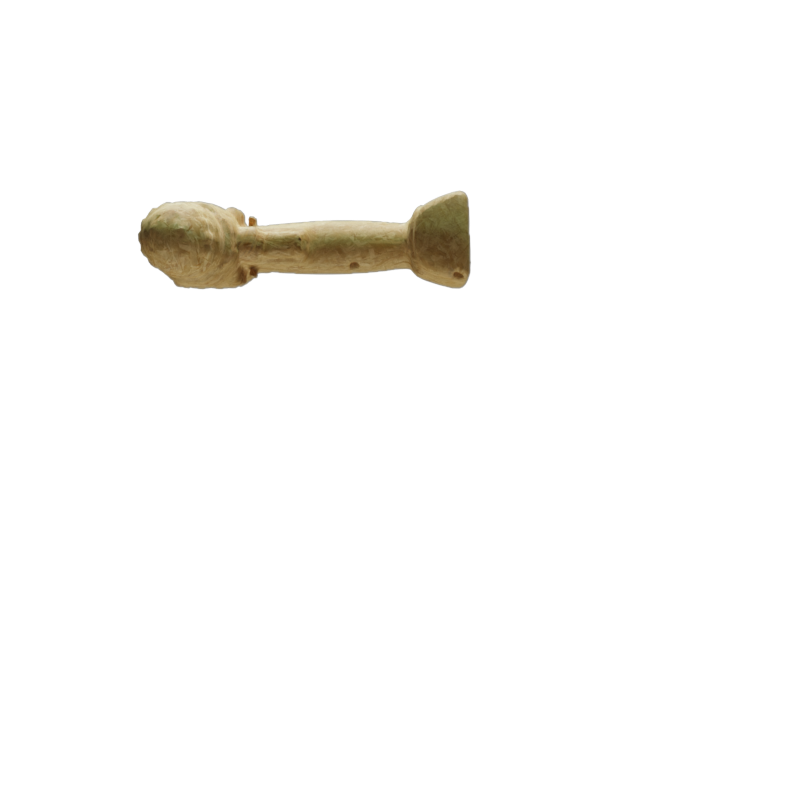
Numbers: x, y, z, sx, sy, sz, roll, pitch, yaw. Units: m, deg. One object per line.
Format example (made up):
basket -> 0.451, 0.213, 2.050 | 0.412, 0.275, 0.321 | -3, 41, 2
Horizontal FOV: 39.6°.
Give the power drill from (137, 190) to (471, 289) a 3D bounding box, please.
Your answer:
power drill -> -0.053, -0.096, 0.671 | 0.189, 0.057, 0.184 | 0, 5, 5
